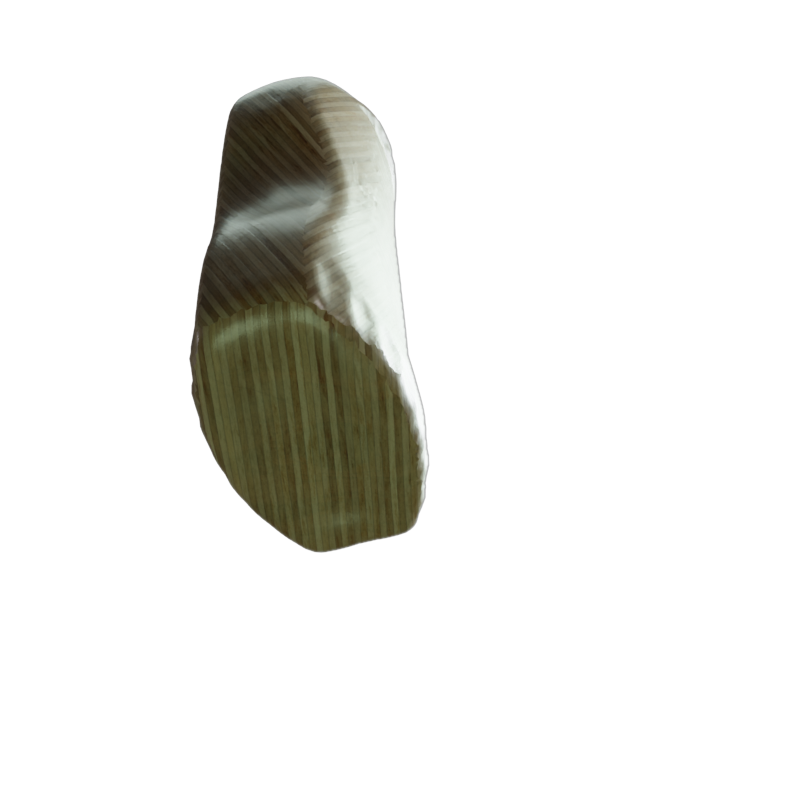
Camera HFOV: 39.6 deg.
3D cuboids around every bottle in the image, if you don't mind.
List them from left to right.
[{"bbox_3d":[-0.029,-0.053,0.371,0.059,0.089,0.205,-17,38,10],"label":"bottle"}]
